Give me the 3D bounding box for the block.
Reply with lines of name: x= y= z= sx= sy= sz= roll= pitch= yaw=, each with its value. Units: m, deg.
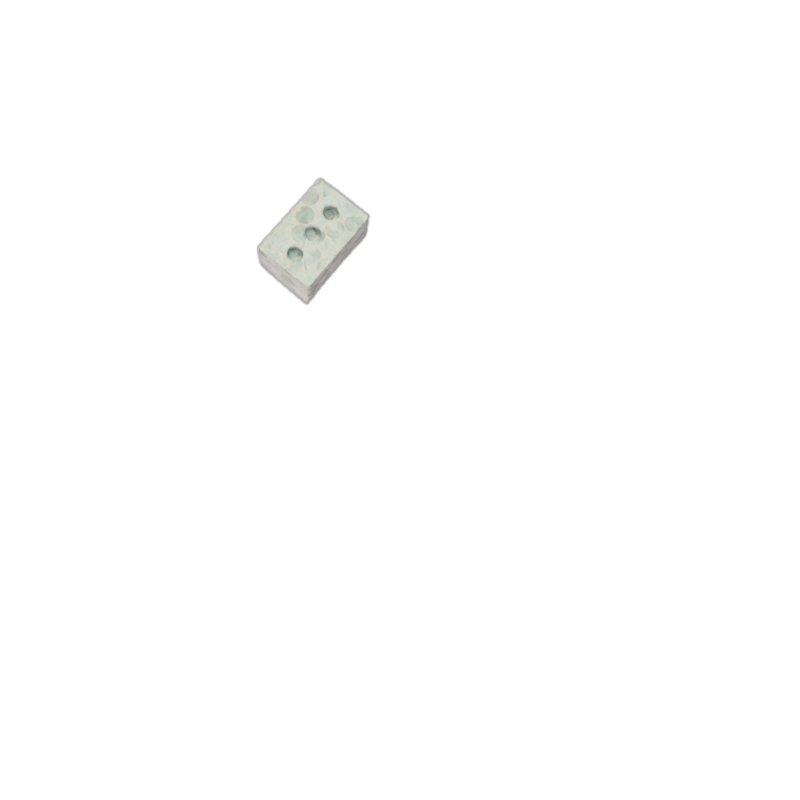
block: x=-0.069 y=-0.127 z=0.887 sx=0.054 sy=0.079 sz=0.050 roll=38 pitch=-12 yaw=6
